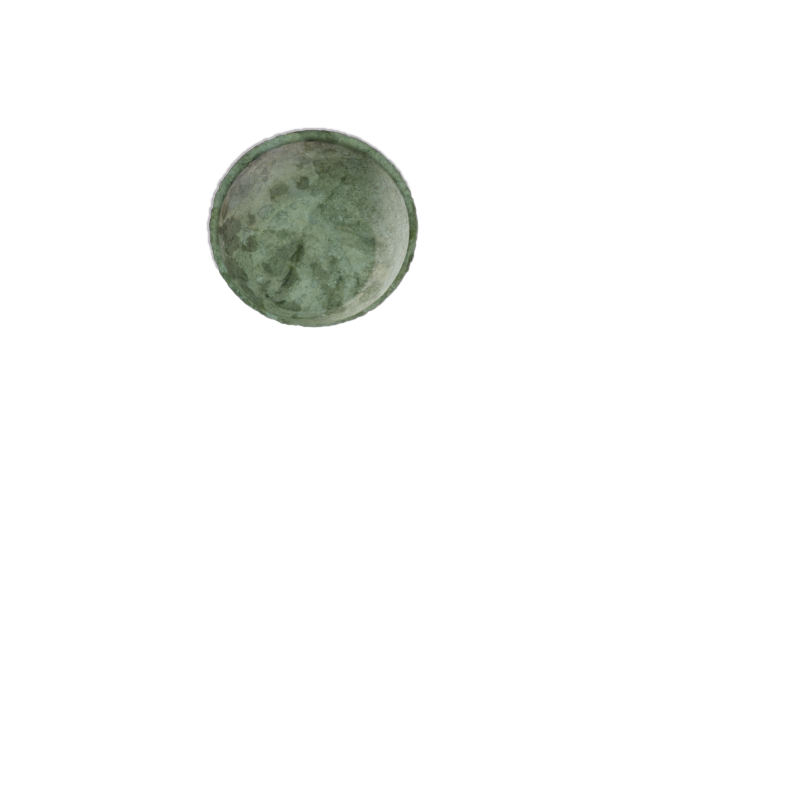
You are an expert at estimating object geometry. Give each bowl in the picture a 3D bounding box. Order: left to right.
[{"bbox_3d":[-0.065,-0.119,0.831,0.162,0.155,0.058,1,20,-1],"label":"bowl"}]
